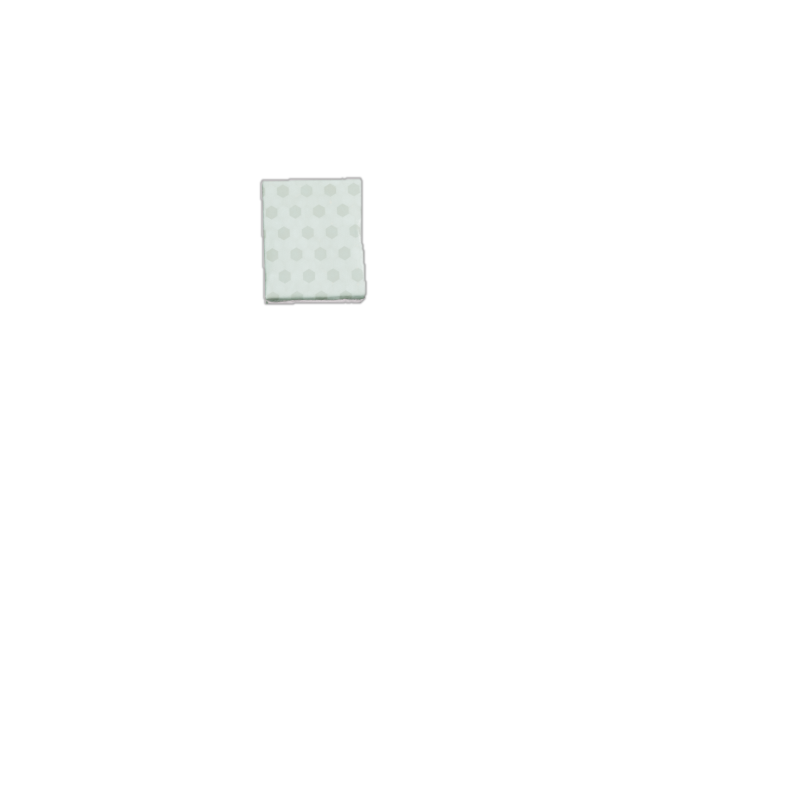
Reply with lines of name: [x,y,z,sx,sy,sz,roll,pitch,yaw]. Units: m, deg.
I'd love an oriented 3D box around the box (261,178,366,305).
box: [-0.063,-0.114,0.799,0.073,0.092,0.029,-2,-13,-1]
